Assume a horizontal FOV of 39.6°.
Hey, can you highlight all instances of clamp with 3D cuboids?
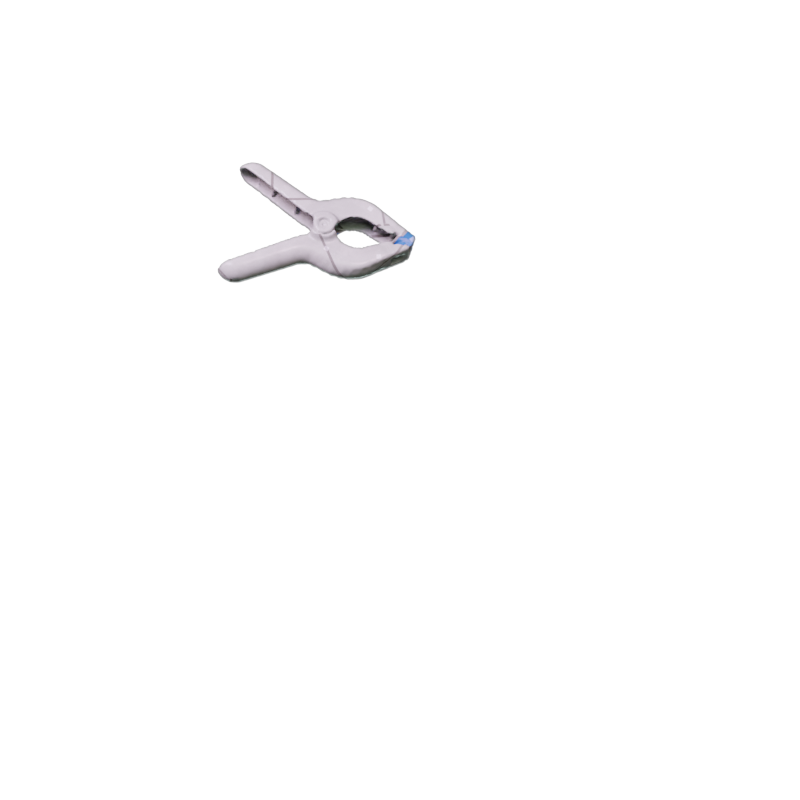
[{"bbox_3d":[-0.077,-0.140,0.979,0.174,0.125,0.037,15,-23,6],"label":"clamp"}]
